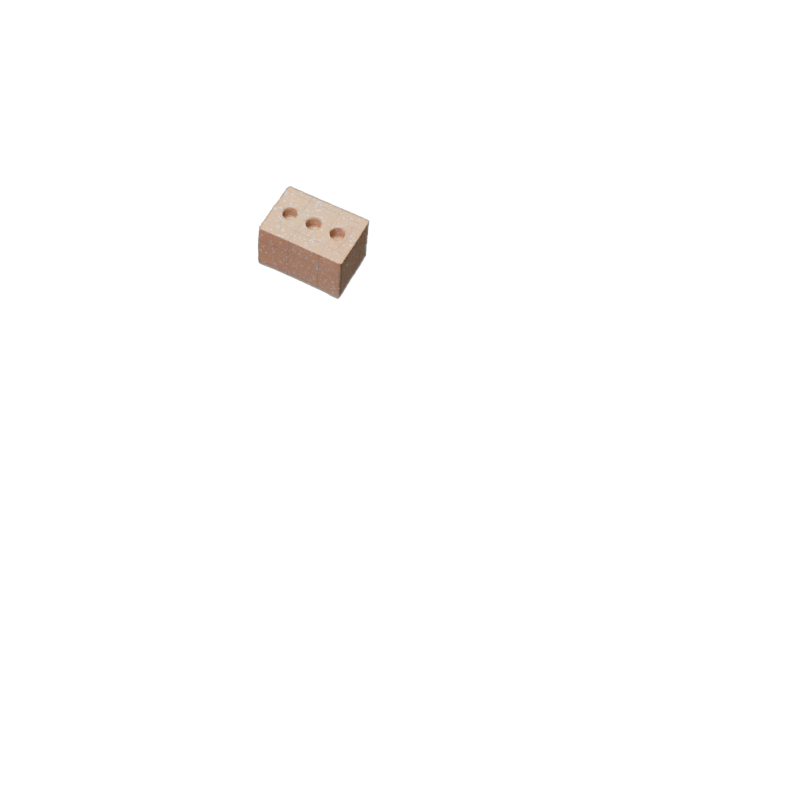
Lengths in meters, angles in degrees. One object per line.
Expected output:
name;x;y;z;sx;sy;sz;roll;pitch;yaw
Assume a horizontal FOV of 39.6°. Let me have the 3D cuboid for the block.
block;-0.071;-0.130;0.911;0.081;0.054;0.048;24;-31;14
